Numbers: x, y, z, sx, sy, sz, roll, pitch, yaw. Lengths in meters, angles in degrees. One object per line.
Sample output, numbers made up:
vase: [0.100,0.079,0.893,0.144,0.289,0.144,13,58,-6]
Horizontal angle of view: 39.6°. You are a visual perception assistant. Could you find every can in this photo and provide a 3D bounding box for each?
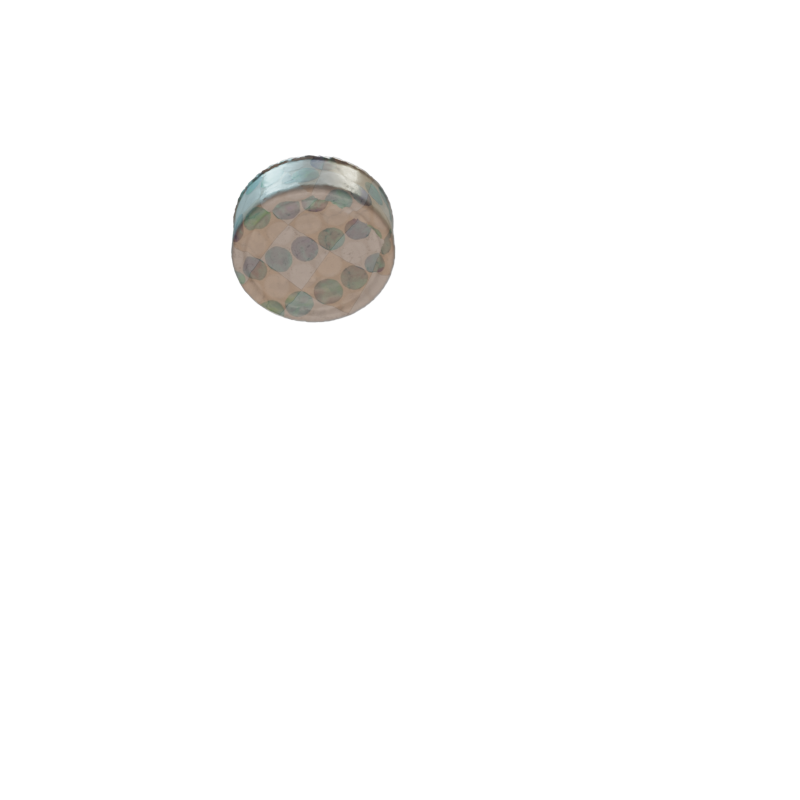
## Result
can: [-0.045,-0.083,0.579,0.086,0.080,0.036,1,37,-1]
